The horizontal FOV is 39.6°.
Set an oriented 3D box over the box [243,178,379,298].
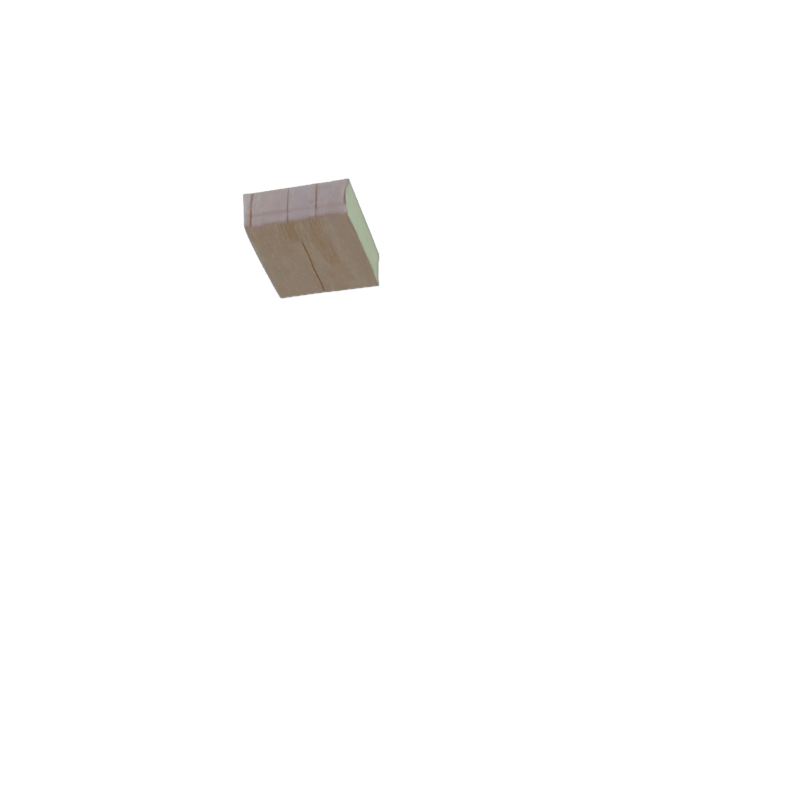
[{"bbox_3d":[-0.072,-0.131,0.916,0.091,0.041,0.105,-7,-29,11],"label":"box"}]
